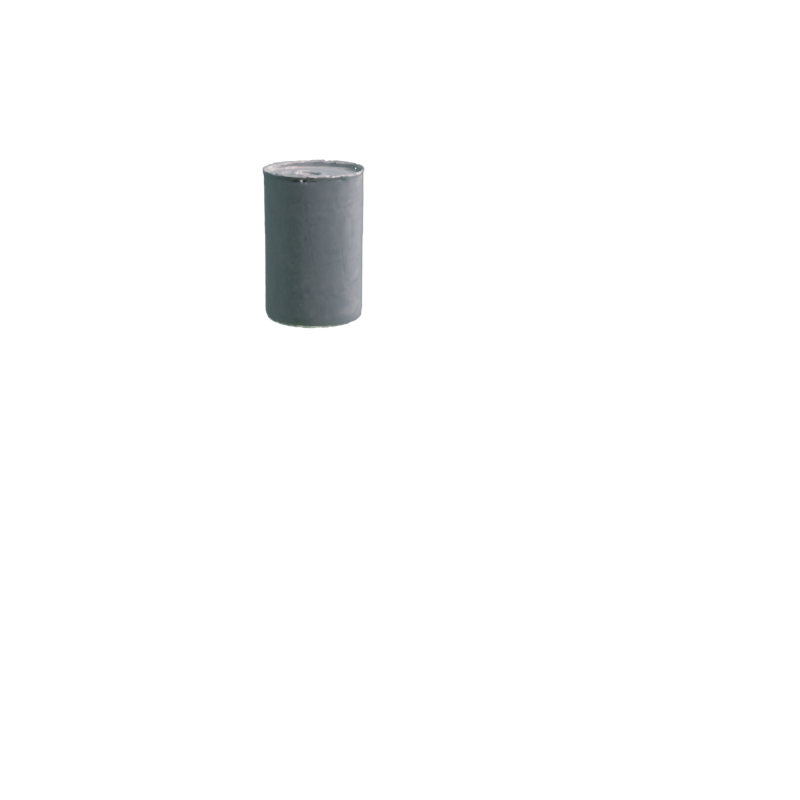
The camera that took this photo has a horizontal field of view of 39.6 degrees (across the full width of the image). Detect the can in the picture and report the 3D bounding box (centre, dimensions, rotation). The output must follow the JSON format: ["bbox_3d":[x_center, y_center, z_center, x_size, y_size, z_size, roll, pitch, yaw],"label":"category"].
[{"bbox_3d":[-0.059,-0.107,0.748,0.068,0.099,0.071,0,16,-2],"label":"can"}]
